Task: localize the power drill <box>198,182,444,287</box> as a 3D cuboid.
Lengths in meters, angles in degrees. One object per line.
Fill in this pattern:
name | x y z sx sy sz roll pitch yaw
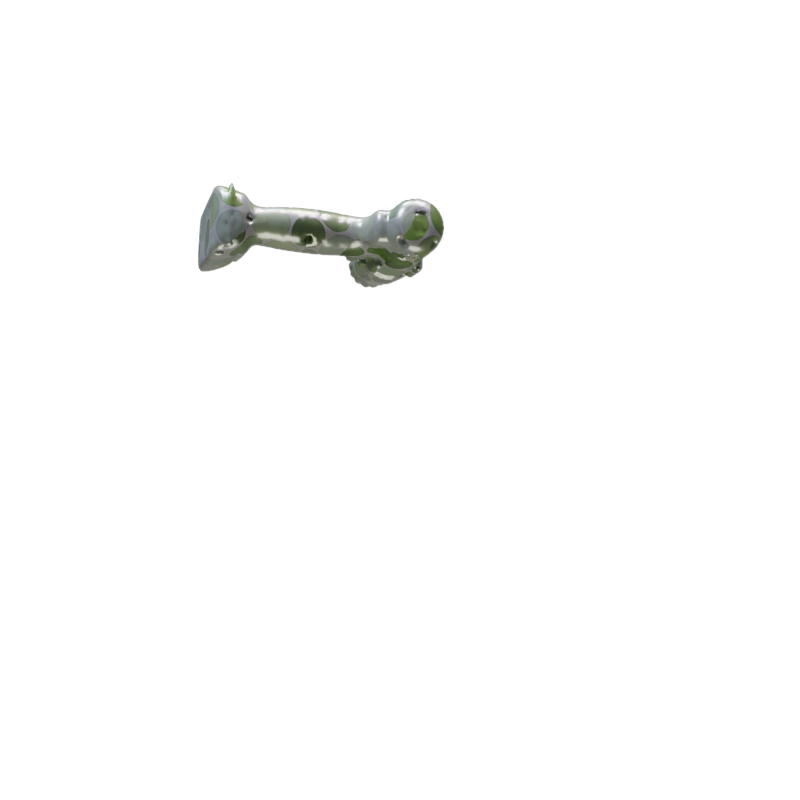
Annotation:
power drill | -0.073 -0.133 0.933 0.184 0.059 0.183 2 -8 -13
